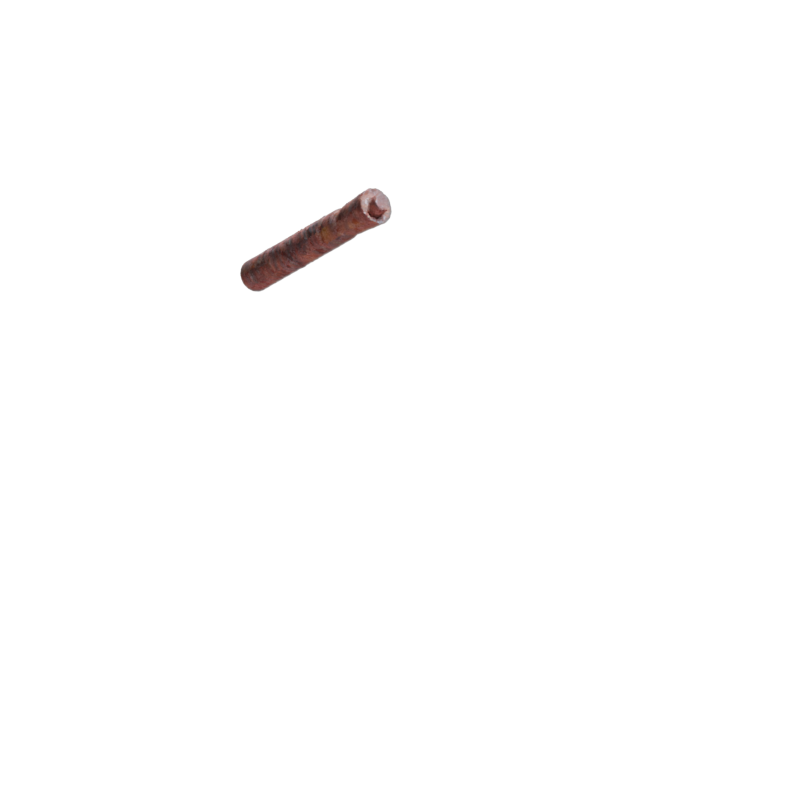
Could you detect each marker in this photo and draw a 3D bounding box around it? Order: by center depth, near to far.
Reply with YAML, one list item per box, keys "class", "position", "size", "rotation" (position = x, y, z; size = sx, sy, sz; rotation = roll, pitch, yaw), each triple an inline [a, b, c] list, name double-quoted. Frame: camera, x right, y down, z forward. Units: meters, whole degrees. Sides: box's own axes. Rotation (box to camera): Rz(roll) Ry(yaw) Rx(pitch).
- class: "marker"
  position: [-0.045, -0.083, 0.579]
  size: [0.019, 0.020, 0.122]
  rotation: [-3, -11, -39]
